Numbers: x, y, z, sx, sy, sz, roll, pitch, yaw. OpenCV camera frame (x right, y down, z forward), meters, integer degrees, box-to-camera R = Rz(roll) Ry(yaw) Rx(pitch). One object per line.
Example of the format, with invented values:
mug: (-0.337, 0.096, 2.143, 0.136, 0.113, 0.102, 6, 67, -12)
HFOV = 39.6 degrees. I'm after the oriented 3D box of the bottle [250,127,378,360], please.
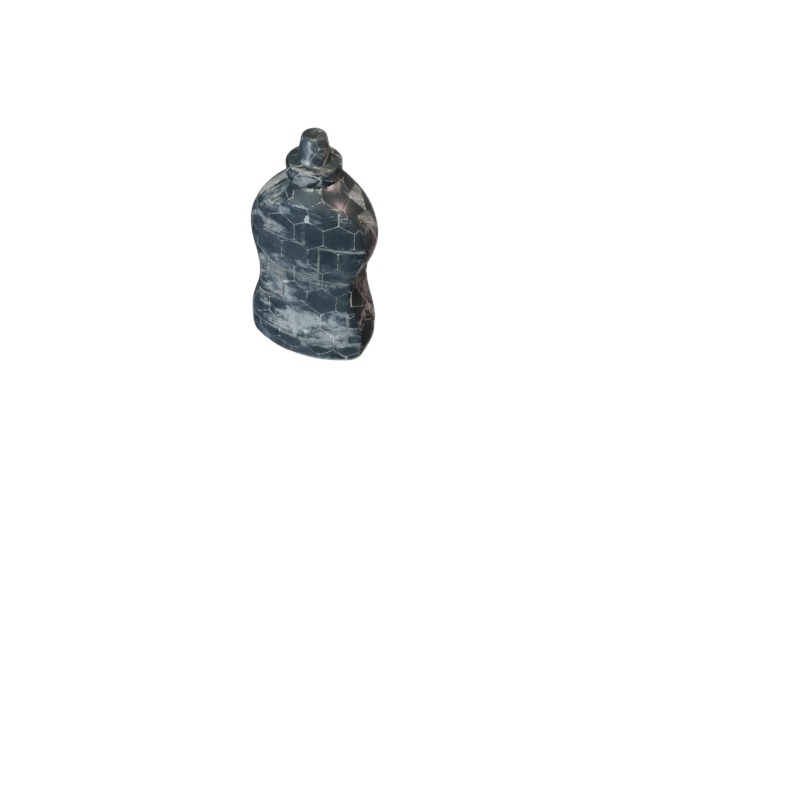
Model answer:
bottle: (-0.065, -0.119, 0.833, 0.100, 0.179, 0.060, 20, 45, 17)
